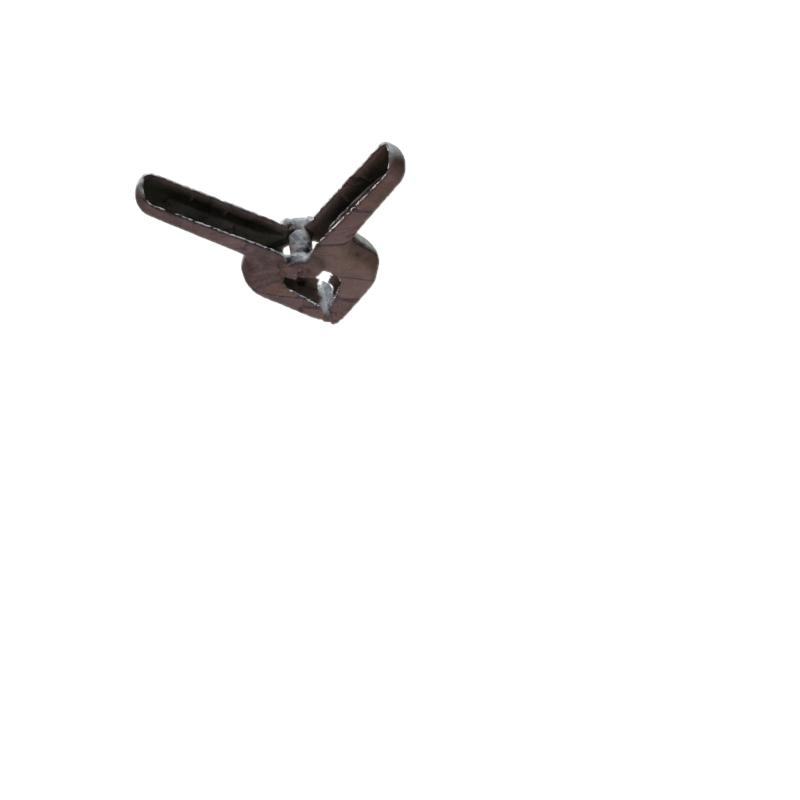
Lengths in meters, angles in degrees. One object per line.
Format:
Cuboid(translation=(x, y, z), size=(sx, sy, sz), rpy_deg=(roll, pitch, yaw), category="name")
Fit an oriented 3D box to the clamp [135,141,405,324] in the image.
Cuboid(translation=(-0.057, -0.105, 0.732), size=(0.167, 0.038, 0.196), rpy_deg=(-6, -22, 16), category="clamp")
